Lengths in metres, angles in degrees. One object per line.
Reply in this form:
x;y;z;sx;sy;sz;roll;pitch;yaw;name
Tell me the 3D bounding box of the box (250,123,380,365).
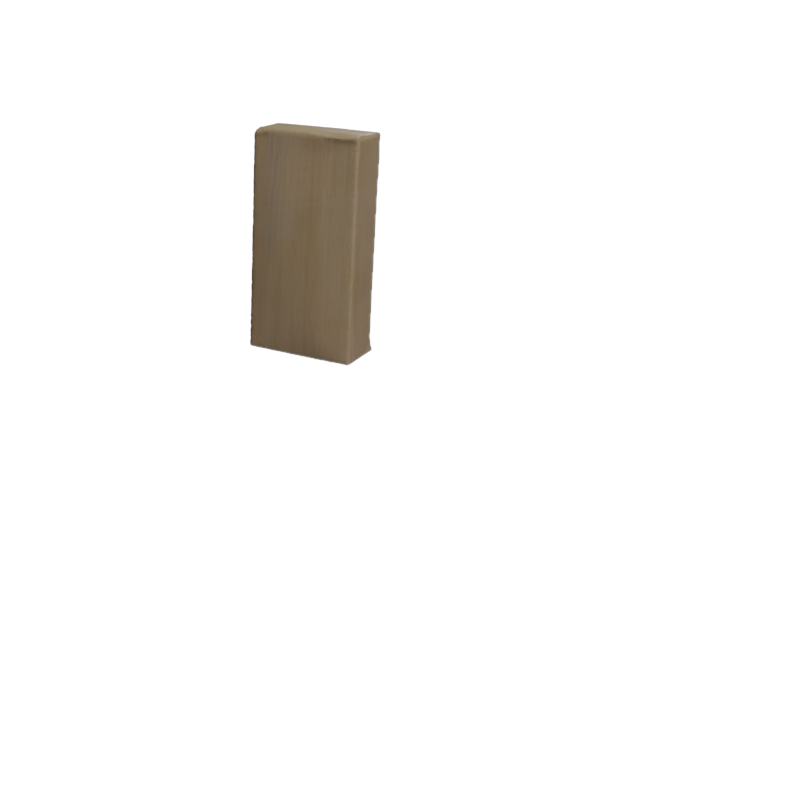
-0.068;-0.123;0.861;0.097;0.170;0.048;9;17;26;box
